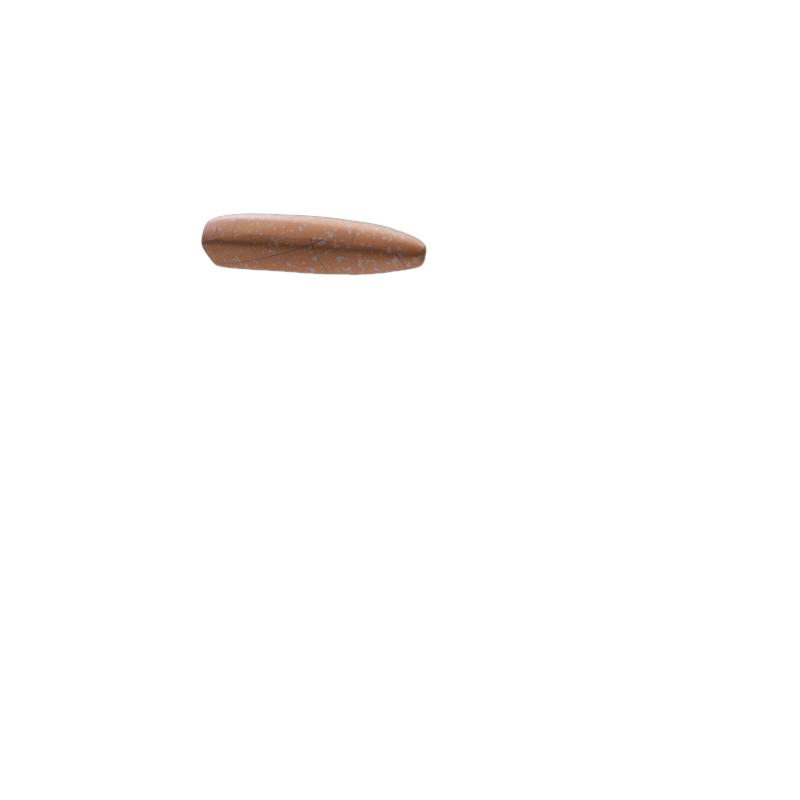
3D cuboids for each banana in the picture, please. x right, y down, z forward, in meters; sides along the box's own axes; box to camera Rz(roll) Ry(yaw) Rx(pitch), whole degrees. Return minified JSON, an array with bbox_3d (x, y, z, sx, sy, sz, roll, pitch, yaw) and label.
[{"bbox_3d":[-0.073,-0.101,0.711,0.067,0.036,0.207,-7,12,-40],"label":"banana"}]
